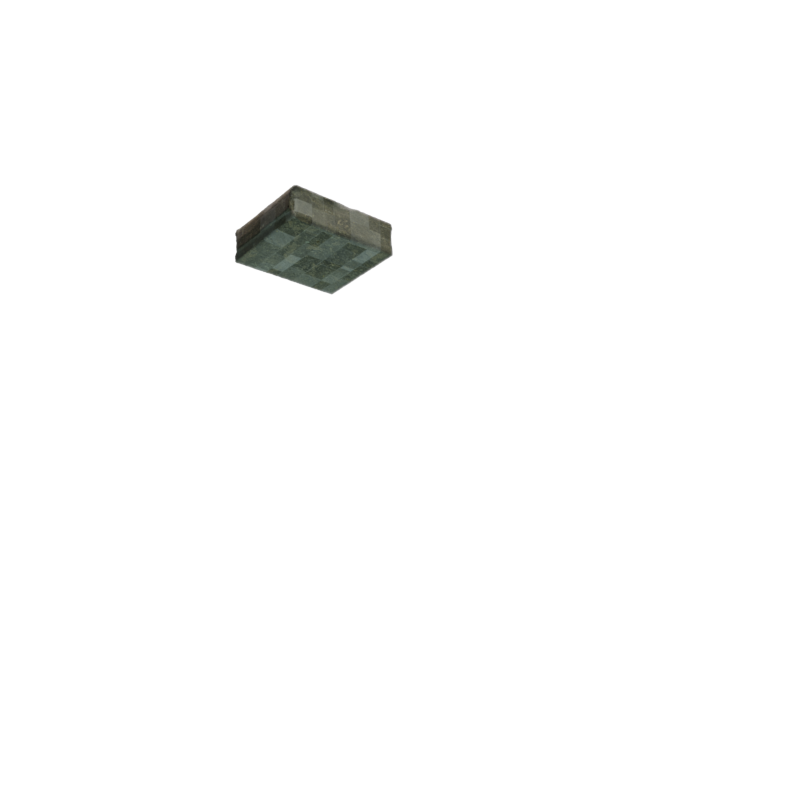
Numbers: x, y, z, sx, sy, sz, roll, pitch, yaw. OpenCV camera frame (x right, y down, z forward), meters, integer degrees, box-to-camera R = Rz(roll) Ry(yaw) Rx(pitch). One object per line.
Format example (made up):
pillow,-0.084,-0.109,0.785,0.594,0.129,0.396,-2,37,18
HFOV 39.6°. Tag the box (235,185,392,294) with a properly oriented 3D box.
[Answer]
box,-0.062,-0.113,0.788,0.085,0.032,0.073,18,-32,-33
